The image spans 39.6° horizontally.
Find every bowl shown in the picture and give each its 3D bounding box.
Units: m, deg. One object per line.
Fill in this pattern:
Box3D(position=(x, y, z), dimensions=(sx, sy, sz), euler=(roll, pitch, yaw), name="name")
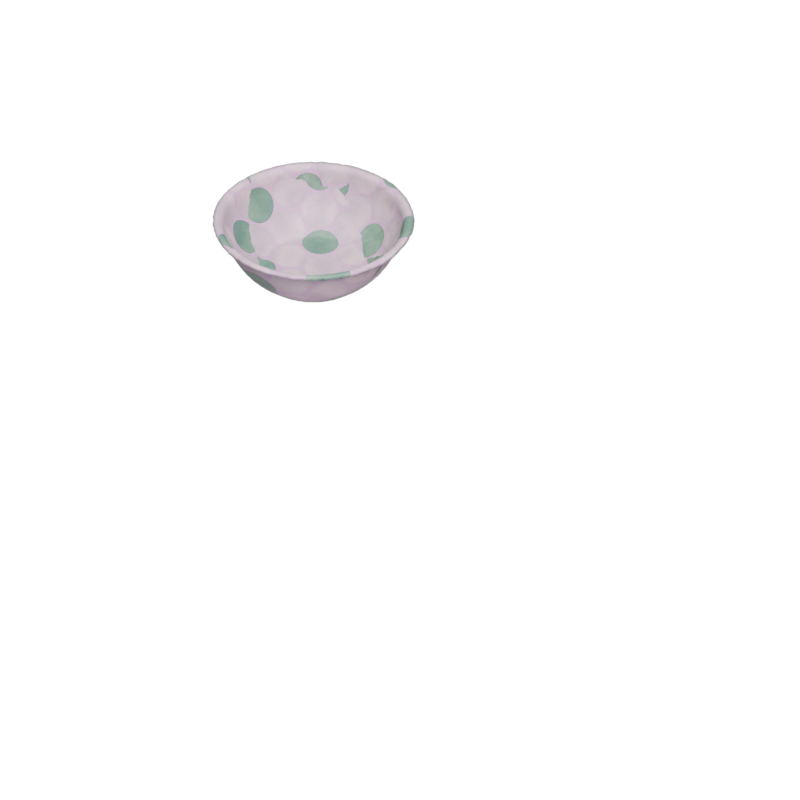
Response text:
Box3D(position=(-0.071, -0.129, 0.904), dimensions=(0.162, 0.051, 0.174), euler=(-1, 41, -2), name="bowl")
